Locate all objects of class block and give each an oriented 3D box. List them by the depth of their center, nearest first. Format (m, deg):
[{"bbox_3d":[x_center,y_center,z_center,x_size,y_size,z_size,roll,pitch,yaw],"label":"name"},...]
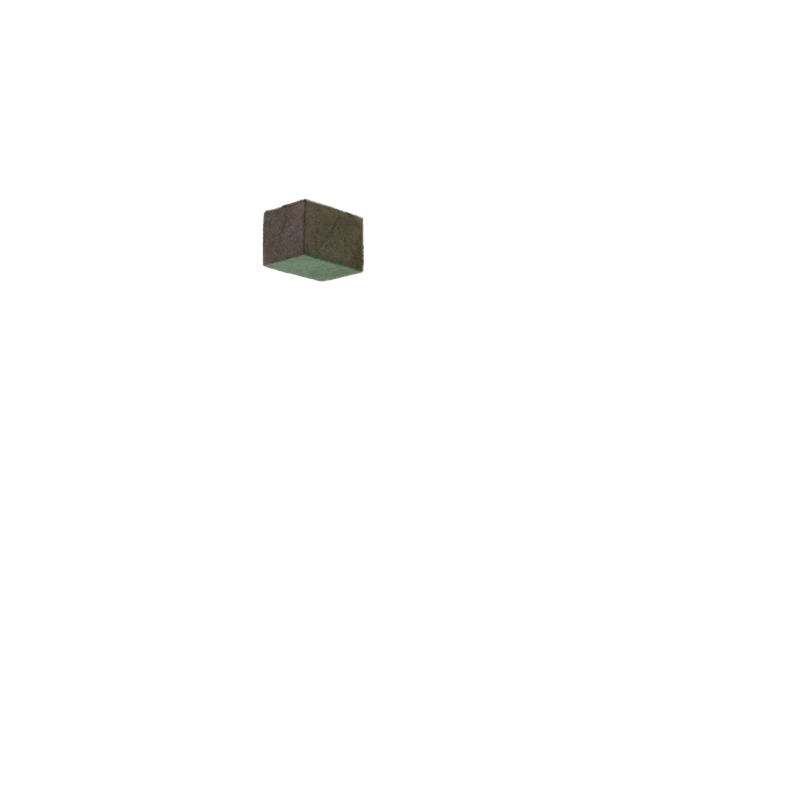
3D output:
[{"bbox_3d":[-0.076,-0.139,0.970,0.054,0.053,0.074,-11,-15,40],"label":"block"}]
